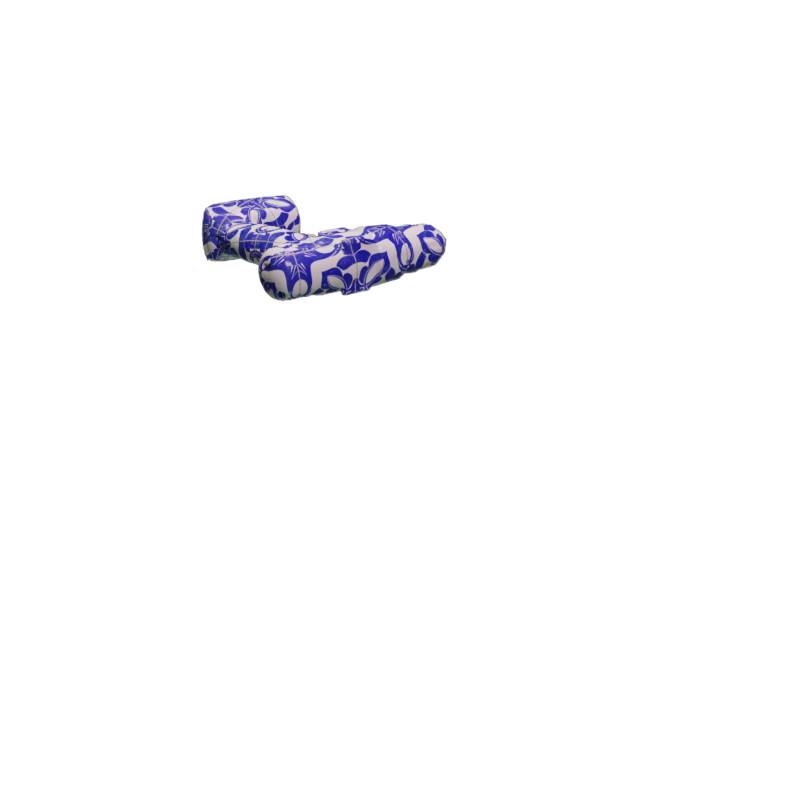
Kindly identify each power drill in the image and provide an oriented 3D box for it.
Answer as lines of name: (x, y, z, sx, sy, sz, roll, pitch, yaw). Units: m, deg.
power drill: (-0.078, -0.142, 0.997, 0.180, 0.055, 0.199, -13, 23, -34)
